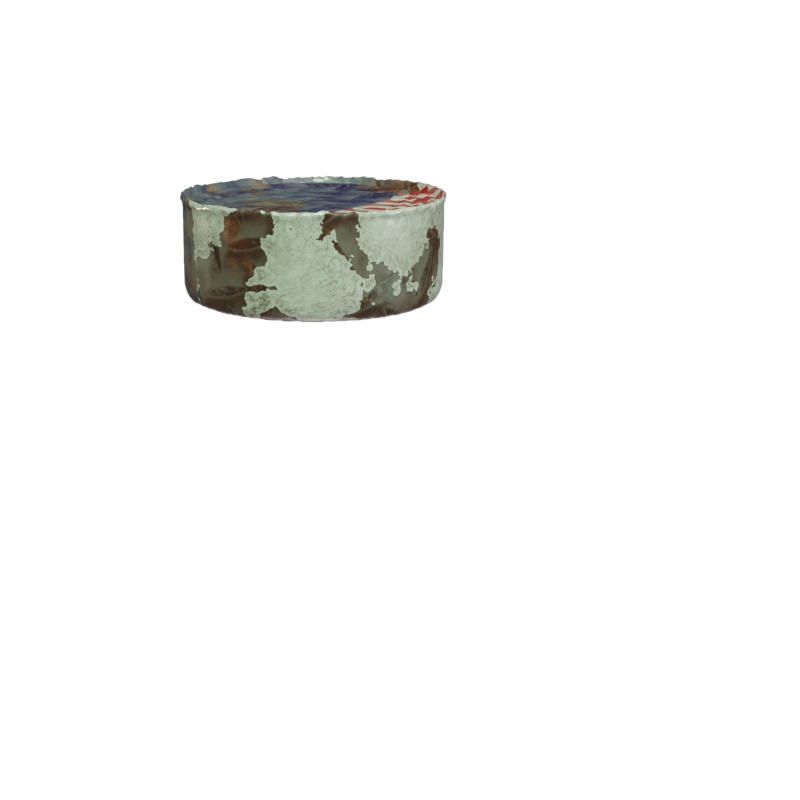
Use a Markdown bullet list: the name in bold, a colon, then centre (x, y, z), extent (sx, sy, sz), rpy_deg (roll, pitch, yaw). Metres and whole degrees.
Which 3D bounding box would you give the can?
- **can**: centre (-0.028, -0.052, 0.361), extent (0.086, 0.032, 0.089), rpy_deg (-1, 17, -2)
